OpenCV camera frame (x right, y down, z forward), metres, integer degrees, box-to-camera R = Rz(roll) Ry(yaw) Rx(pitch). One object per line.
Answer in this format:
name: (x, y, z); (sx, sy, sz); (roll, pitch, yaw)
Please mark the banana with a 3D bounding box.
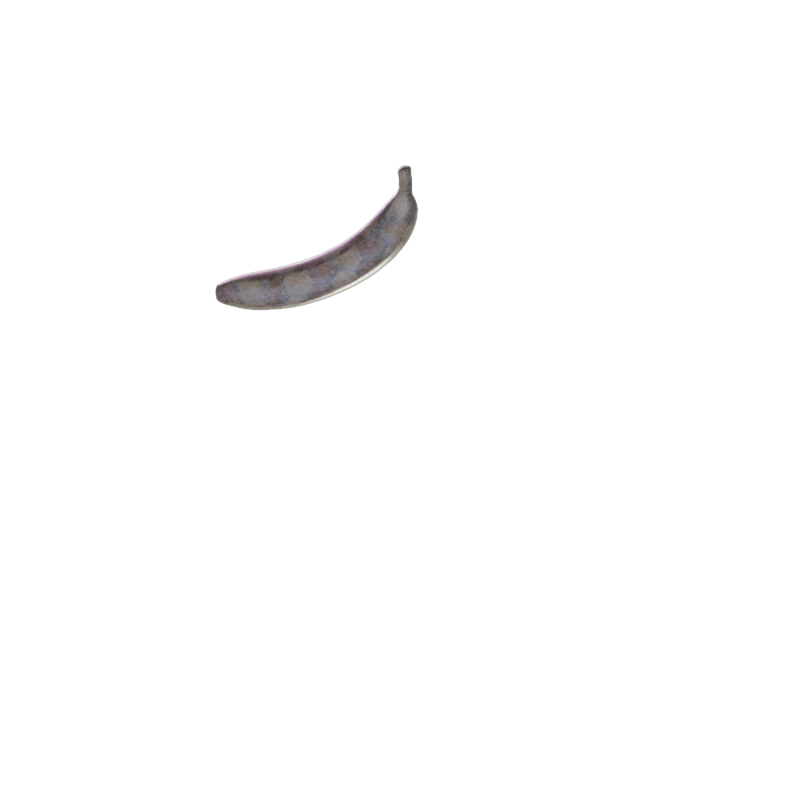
banana: (-0.058, -0.120, 0.923); (0.197, 0.066, 0.039); (-32, 21, 13)
